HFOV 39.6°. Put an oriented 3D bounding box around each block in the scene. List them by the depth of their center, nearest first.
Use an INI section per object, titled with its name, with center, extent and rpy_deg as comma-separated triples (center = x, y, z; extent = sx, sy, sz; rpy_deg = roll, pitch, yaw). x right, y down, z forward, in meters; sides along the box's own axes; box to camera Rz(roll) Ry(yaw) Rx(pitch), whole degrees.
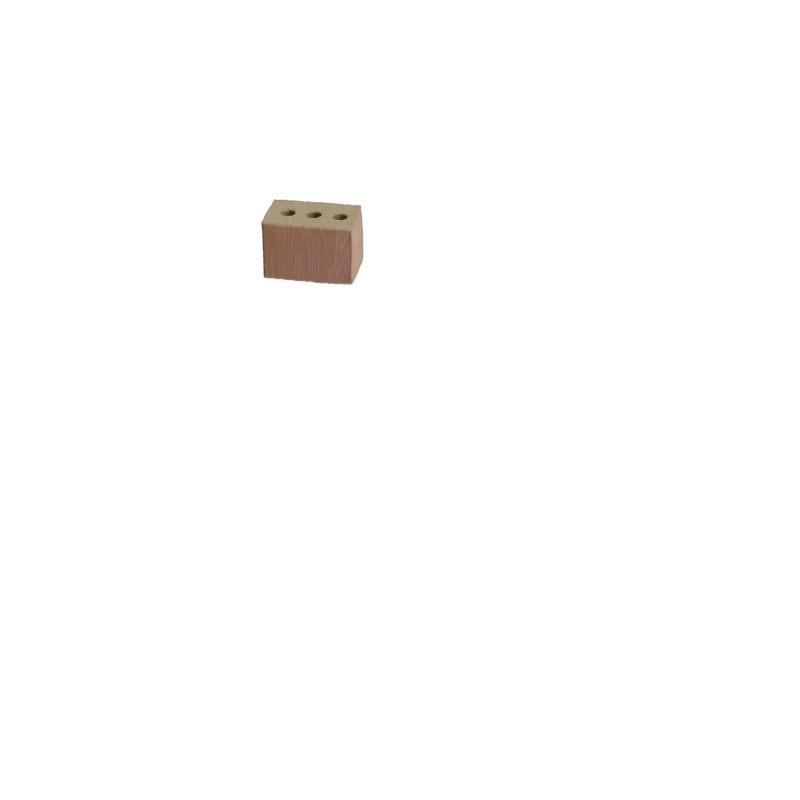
[block]
center = -0.072, -0.132, 0.922
extent = 0.079, 0.048, 0.055
rpy_deg = 5, 29, 8
